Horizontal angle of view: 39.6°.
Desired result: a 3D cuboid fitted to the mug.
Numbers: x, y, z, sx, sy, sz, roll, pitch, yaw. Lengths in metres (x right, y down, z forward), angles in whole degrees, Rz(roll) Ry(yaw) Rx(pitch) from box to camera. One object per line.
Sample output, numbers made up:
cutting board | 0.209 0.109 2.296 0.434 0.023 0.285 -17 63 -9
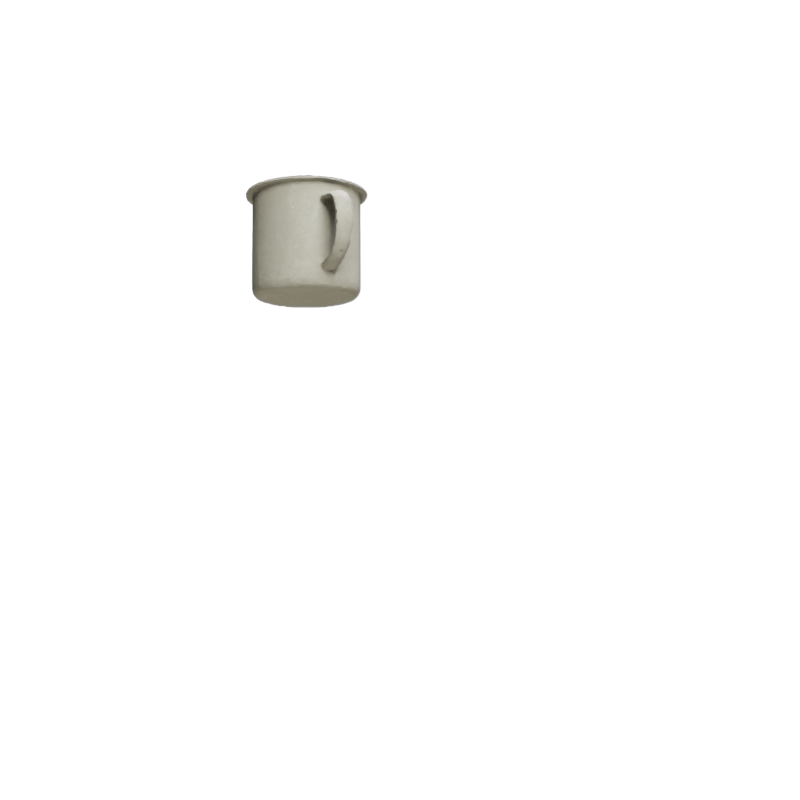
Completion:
mug | -0.065 -0.118 0.826 0.090 0.084 0.118 6 -12 -28
